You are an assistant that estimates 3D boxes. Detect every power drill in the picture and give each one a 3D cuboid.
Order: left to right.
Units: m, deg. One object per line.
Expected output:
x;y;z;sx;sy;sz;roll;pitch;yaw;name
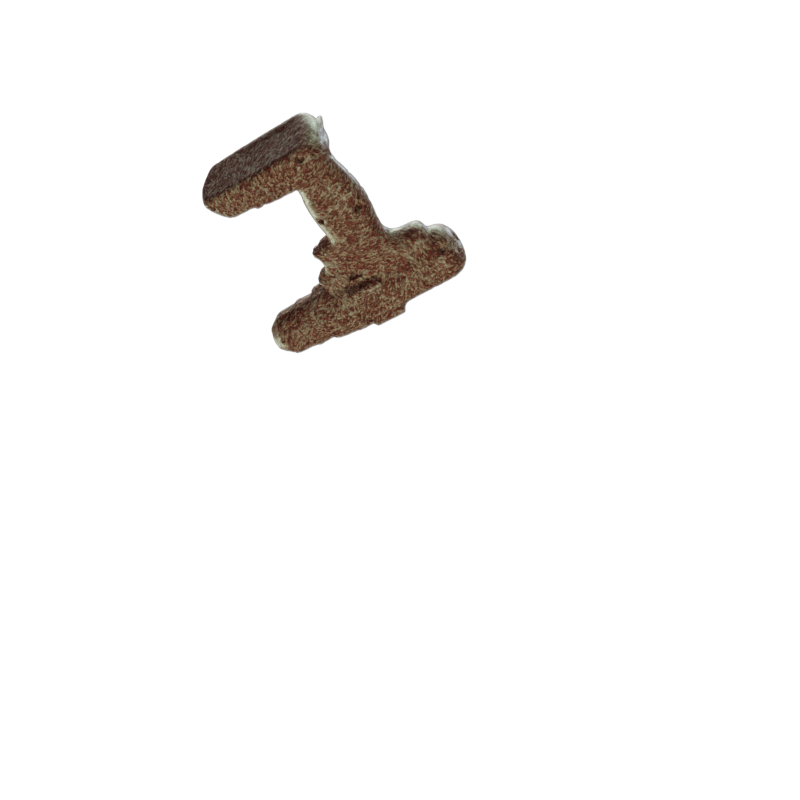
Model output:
-0.069;-0.125;0.878;0.184;0.062;0.175;-28;-52;24;power drill
